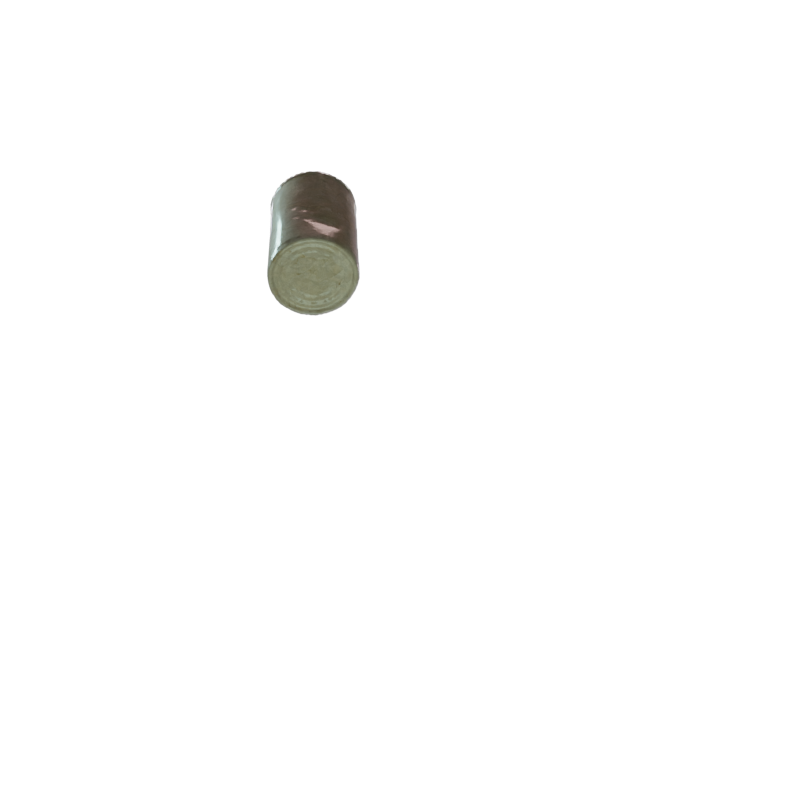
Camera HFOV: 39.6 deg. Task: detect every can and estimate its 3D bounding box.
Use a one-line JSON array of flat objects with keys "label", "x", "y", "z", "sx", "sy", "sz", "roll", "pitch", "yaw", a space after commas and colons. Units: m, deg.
[{"label": "can", "x": -0.065, "y": -0.119, "z": 0.836, "sx": 0.068, "sy": 0.064, "sz": 0.109, "roll": -1, "pitch": 36, "yaw": -3}]
